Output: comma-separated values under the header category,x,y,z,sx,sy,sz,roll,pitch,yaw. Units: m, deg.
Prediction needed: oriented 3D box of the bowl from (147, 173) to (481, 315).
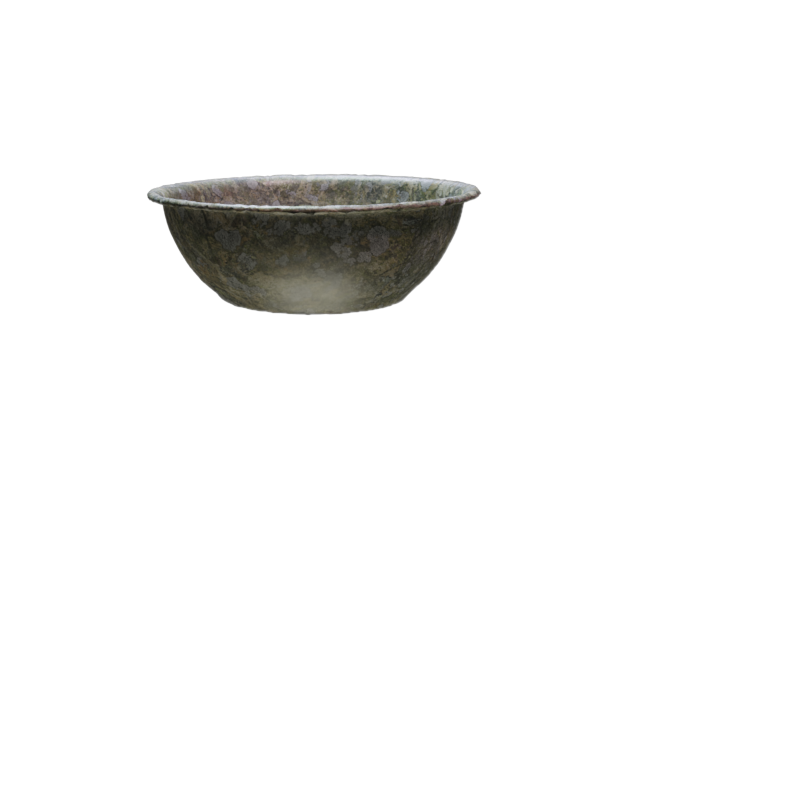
category,x,y,z,sx,sy,sz,roll,pitch,yaw
bowl,-0.043,-0.078,0.545,0.162,0.053,0.167,-1,15,-2
